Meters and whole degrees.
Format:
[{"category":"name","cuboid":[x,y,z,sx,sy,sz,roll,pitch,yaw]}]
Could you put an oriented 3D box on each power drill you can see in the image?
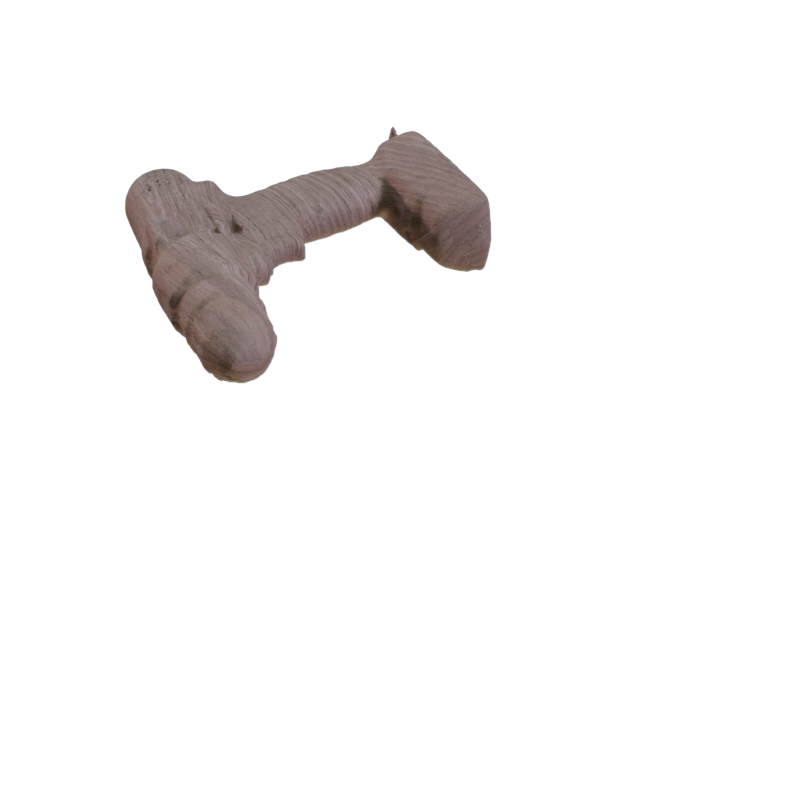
[{"category":"power drill","cuboid":[-0.048,-0.088,0.618,0.185,0.054,0.200,-14,40,-18]}]
